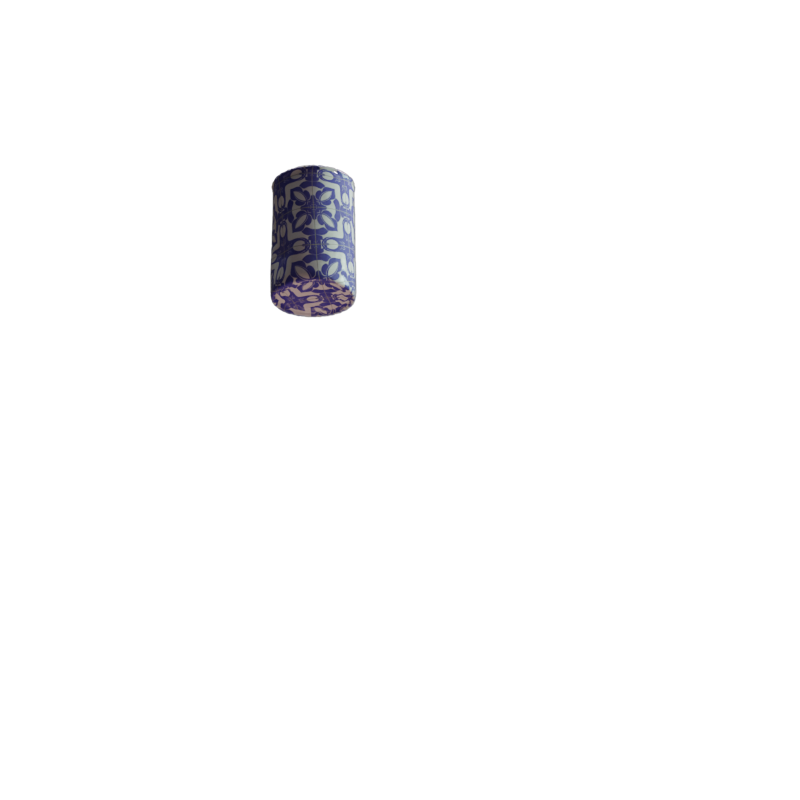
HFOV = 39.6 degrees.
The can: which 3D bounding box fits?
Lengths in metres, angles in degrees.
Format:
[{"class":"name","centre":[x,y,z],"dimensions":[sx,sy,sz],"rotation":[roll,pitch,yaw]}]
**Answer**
[{"class":"can","centre":[-0.068,-0.125,0.875],"dimensions":[0.068,0.108,0.065],"rotation":[0,-26,-2]}]
